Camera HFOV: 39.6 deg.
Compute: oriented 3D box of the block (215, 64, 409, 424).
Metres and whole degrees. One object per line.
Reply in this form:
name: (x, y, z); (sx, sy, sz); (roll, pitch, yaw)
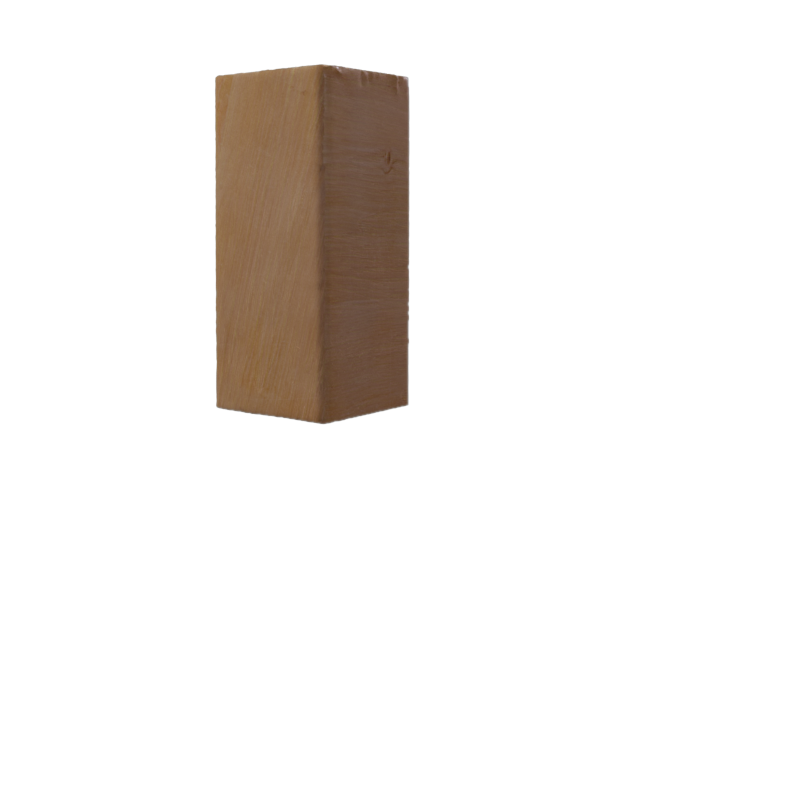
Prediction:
block: (-0.054, -0.099, 0.690); (0.094, 0.205, 0.087); (2, 3, 38)
